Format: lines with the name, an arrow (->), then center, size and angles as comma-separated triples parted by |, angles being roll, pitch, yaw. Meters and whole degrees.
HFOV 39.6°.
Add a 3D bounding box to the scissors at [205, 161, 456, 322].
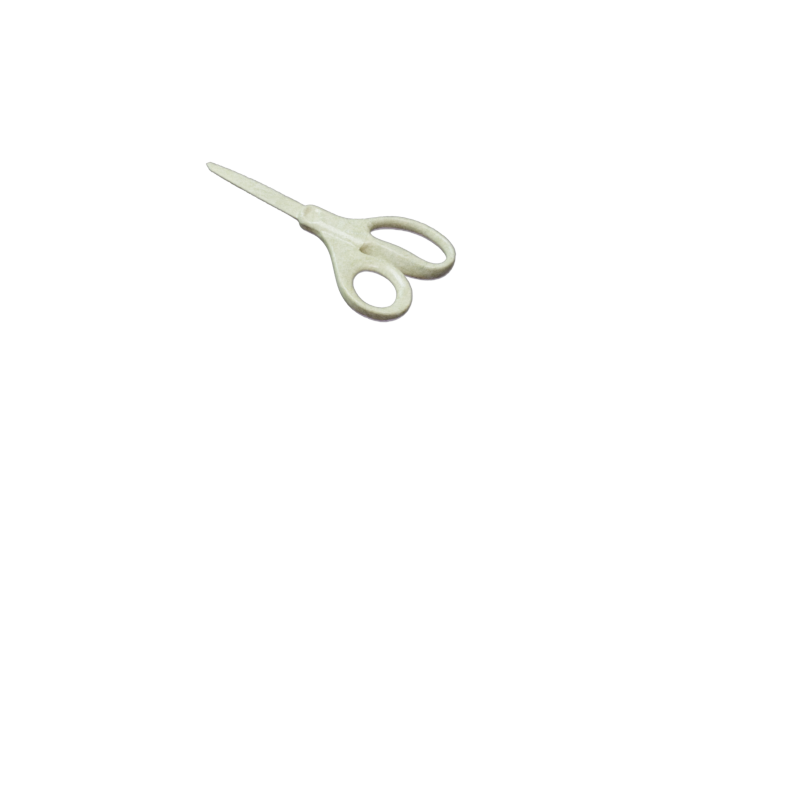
scissors -> -0.062, -0.114, 0.797 | 0.206, 0.101, 0.015 | 15, -34, 11
